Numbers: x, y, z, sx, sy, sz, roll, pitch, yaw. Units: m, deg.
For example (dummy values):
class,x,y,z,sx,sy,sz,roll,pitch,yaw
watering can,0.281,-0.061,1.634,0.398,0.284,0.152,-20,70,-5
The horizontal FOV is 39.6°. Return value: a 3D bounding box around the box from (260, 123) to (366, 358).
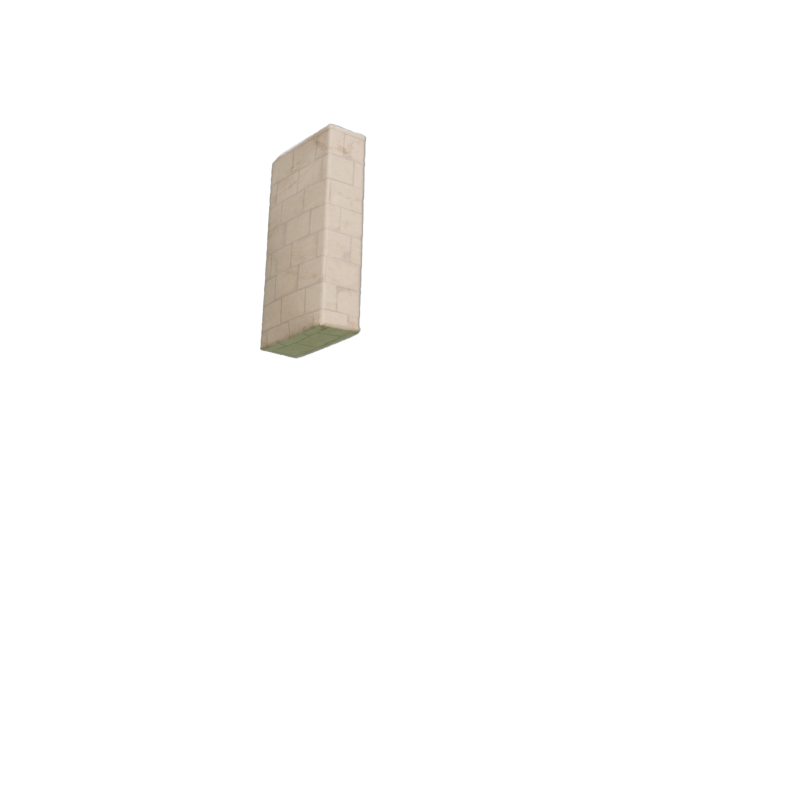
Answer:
class,x,y,z,sx,sy,sz,roll,pitch,yaw
box,-0.073,-0.132,0.922,0.046,0.185,0.094,14,-24,-36
